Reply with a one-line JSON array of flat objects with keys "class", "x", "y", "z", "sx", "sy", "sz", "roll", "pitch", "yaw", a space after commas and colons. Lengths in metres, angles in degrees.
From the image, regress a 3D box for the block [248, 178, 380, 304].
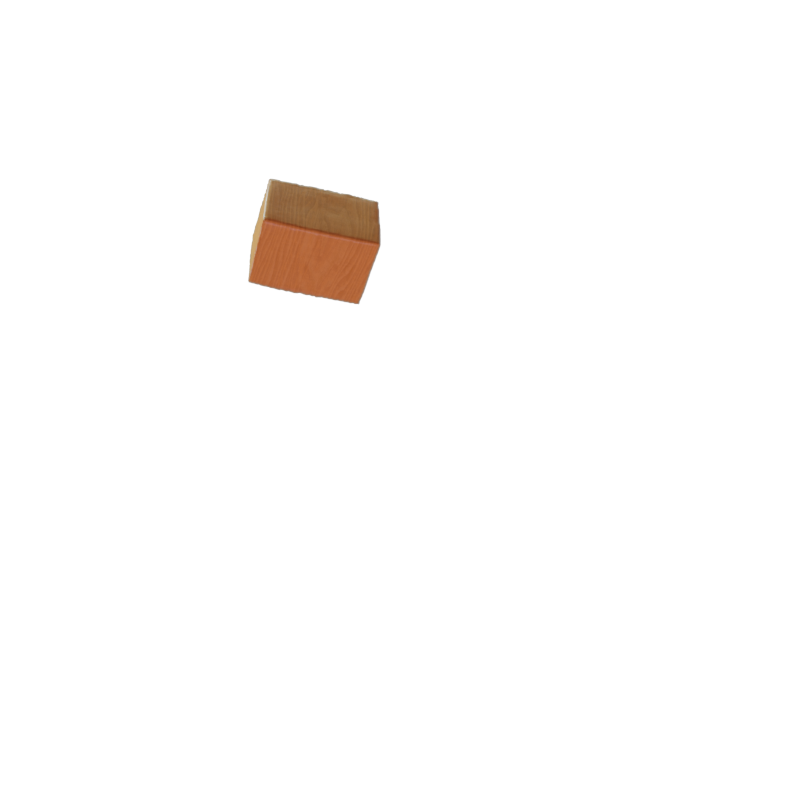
[{"class": "block", "x": -0.057, "y": -0.104, "z": 0.728, "sx": 0.077, "sy": 0.050, "sz": 0.055, "roll": 11, "pitch": 38, "yaw": -10}]
